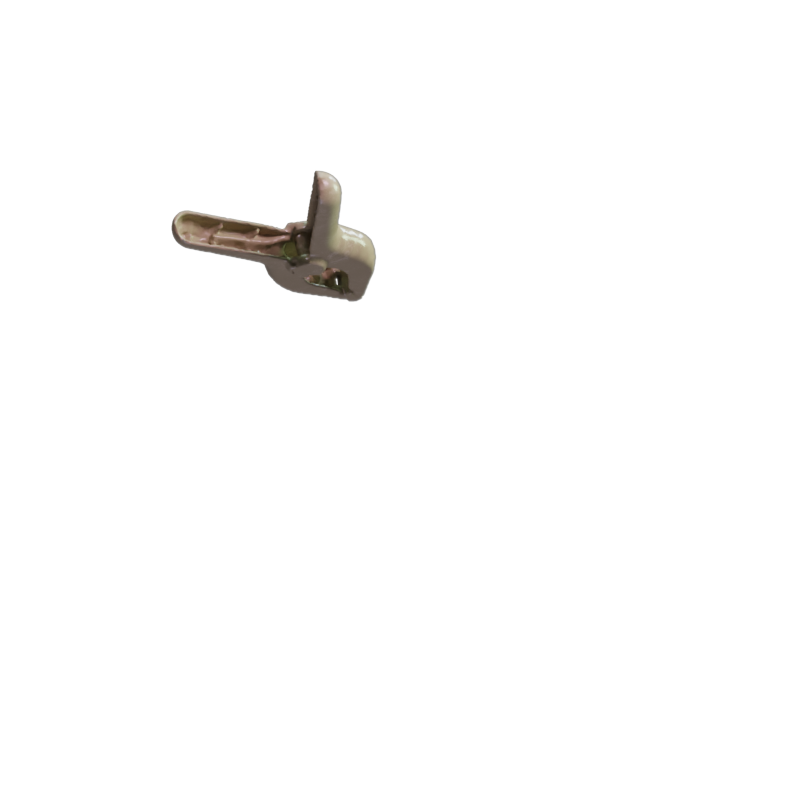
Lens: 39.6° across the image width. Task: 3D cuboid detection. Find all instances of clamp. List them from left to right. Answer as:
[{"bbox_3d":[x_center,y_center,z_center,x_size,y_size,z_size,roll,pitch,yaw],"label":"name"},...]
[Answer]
[{"bbox_3d":[-0.060,-0.109,0.763,0.123,0.041,0.161,-8,-15,33],"label":"clamp"}]
